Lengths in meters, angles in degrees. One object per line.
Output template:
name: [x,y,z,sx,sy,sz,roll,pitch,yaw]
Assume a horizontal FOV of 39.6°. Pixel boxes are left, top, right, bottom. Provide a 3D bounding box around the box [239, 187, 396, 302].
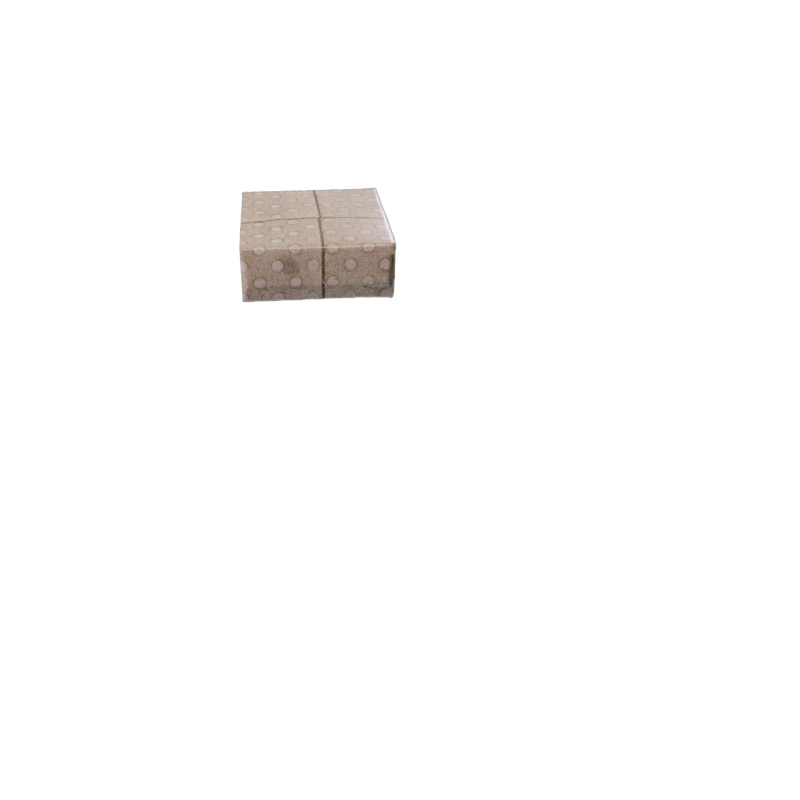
box: [-0.053,-0.097,0.682,0.089,0.037,0.120,-2,24,-5]
